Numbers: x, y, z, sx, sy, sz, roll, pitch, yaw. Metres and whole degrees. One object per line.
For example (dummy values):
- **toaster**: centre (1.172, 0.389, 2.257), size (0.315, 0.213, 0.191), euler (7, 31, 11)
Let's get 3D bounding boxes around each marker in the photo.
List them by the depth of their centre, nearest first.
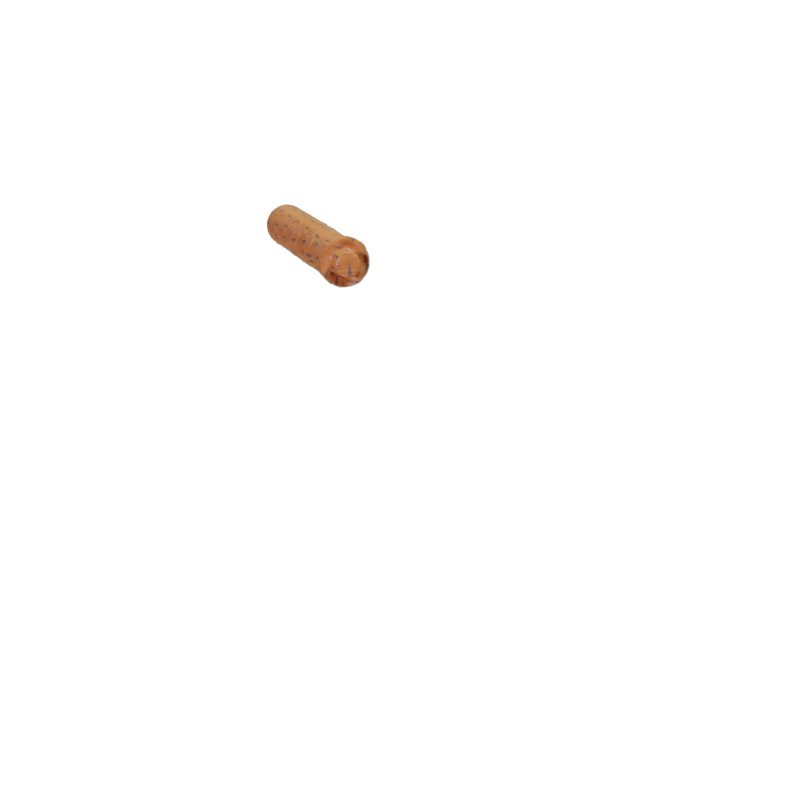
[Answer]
- **marker**: centre (-0.035, -0.065, 0.452), size (0.019, 0.019, 0.126), euler (-1, 15, -16)
